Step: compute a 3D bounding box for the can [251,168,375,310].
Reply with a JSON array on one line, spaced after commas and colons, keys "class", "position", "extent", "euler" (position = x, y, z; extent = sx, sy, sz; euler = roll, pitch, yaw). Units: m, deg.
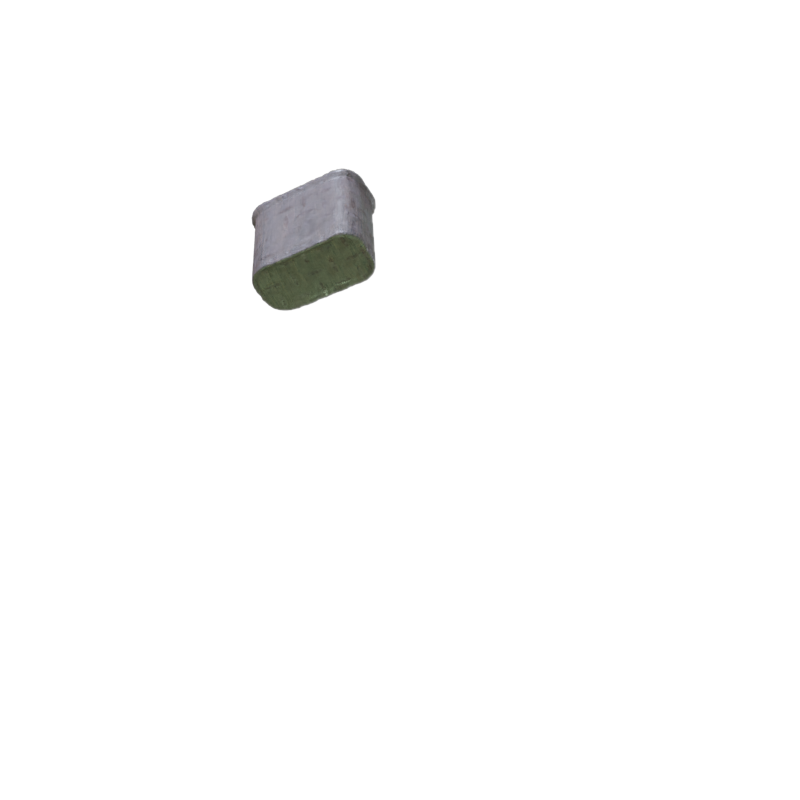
[{"class": "can", "position": [-0.069, -0.127, 0.886], "extent": [0.102, 0.090, 0.053], "euler": [-22, -51, 17]}]
